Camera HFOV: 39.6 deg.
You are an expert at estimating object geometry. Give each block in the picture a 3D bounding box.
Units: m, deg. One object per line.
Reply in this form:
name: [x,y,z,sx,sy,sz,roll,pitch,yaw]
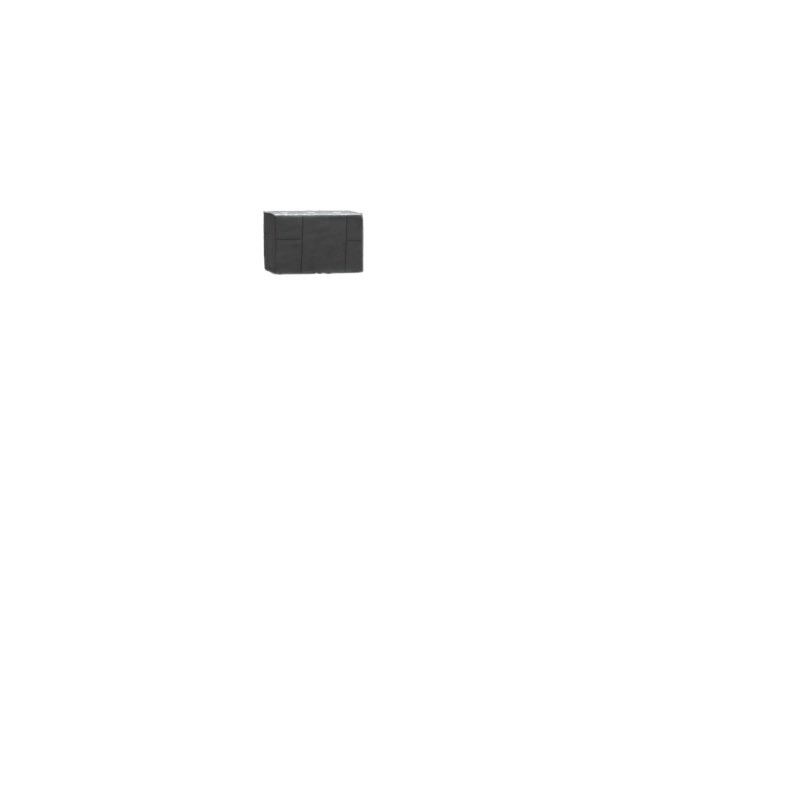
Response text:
block: [-0.073,-0.134,0.936,0.077,0.051,0.054,-2,8,-14]
